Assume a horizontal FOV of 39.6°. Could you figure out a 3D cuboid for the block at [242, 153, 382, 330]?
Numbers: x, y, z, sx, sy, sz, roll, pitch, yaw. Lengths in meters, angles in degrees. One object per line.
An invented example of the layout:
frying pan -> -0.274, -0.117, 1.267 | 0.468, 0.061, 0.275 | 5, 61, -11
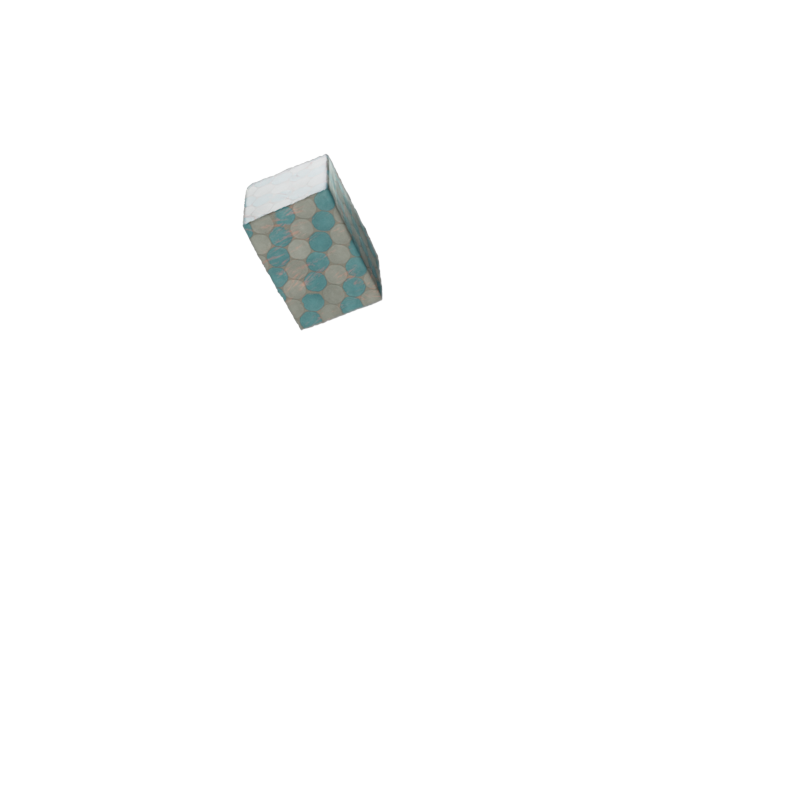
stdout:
block -> -0.049, -0.090, 0.628 | 0.053, 0.073, 0.055 | -21, 31, 11
